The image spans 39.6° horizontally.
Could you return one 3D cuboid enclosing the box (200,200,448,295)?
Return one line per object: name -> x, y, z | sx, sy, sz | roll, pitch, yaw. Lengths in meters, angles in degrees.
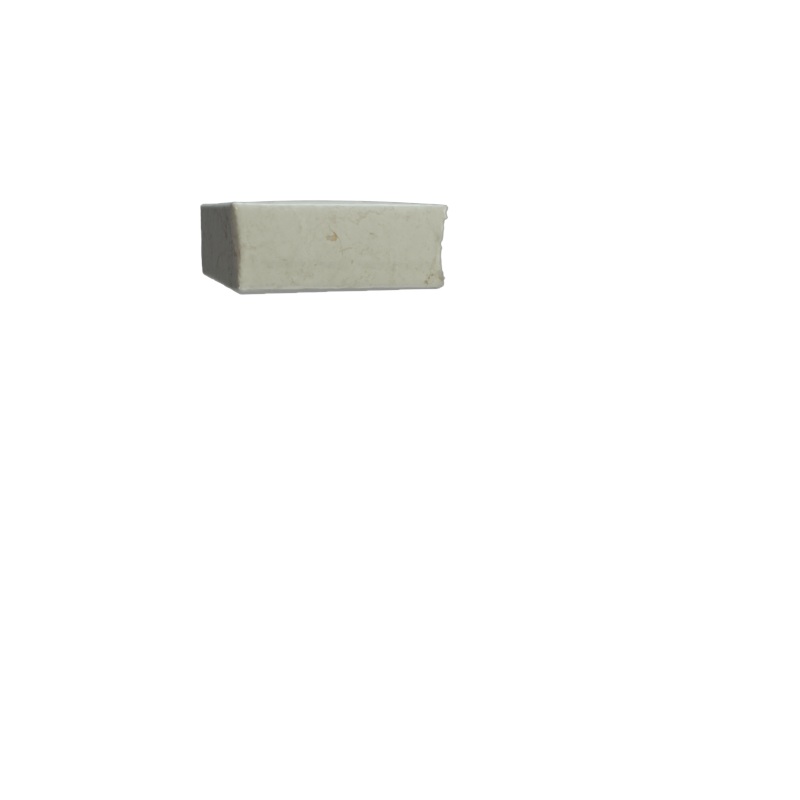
box -> -0.039, -0.070, 0.493 | 0.088, 0.038, 0.117 | -3, 11, -15
